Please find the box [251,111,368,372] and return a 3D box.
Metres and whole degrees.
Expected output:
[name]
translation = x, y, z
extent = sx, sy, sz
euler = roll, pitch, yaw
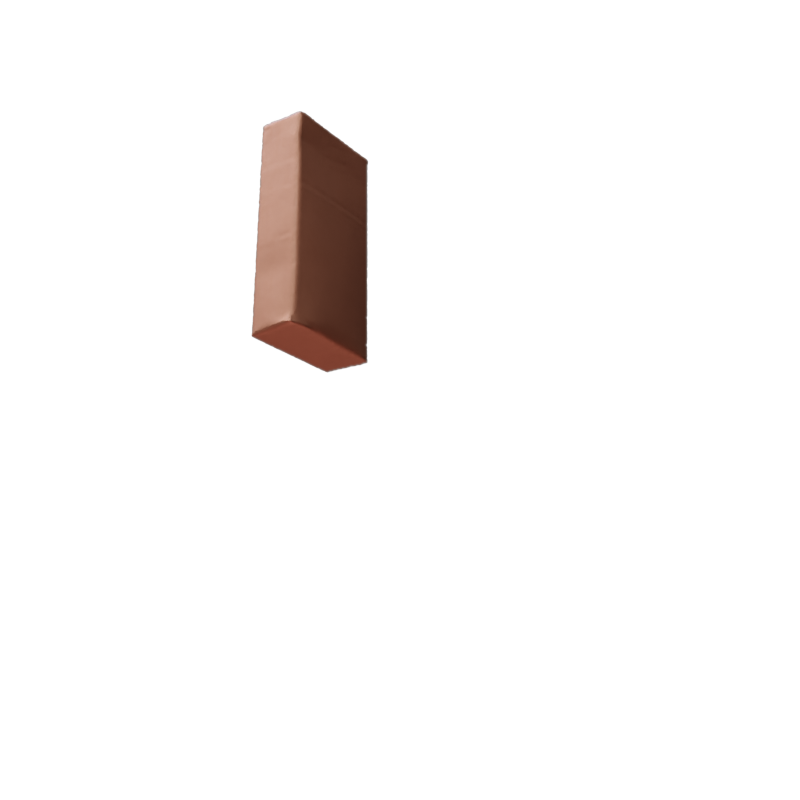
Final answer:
[box]
translation = -0.066, -0.120, 0.840
extent = 0.049, 0.187, 0.087
euler = -19, -31, 31
